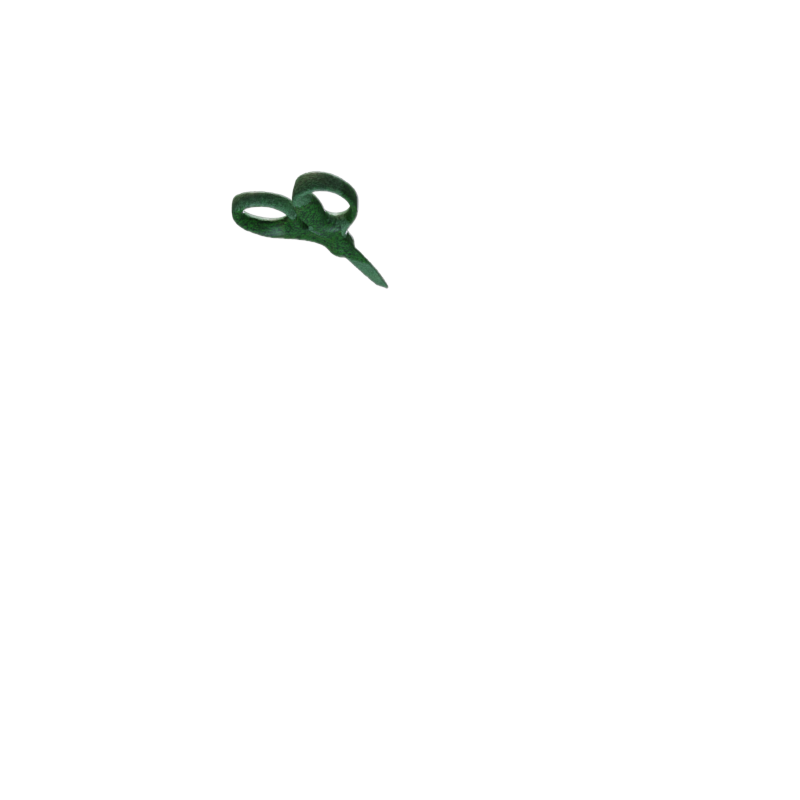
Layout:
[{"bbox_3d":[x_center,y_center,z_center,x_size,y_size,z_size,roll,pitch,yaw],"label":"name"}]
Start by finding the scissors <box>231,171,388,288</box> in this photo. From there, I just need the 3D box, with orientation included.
[{"bbox_3d":[-0.063,-0.115,0.809,0.097,0.016,0.191,-1,-16,4],"label":"scissors"}]
